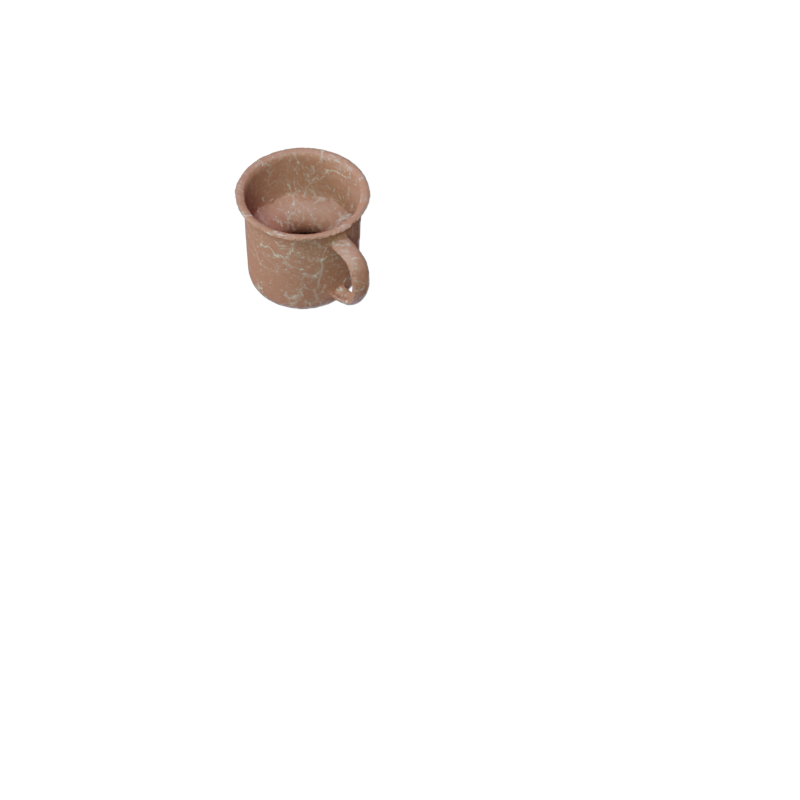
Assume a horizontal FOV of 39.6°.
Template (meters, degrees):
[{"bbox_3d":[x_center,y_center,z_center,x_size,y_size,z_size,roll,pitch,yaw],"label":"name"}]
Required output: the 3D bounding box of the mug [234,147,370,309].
[{"bbox_3d":[-0.061,-0.112,0.784,0.093,0.076,0.125,-32,57,-26],"label":"mug"}]
